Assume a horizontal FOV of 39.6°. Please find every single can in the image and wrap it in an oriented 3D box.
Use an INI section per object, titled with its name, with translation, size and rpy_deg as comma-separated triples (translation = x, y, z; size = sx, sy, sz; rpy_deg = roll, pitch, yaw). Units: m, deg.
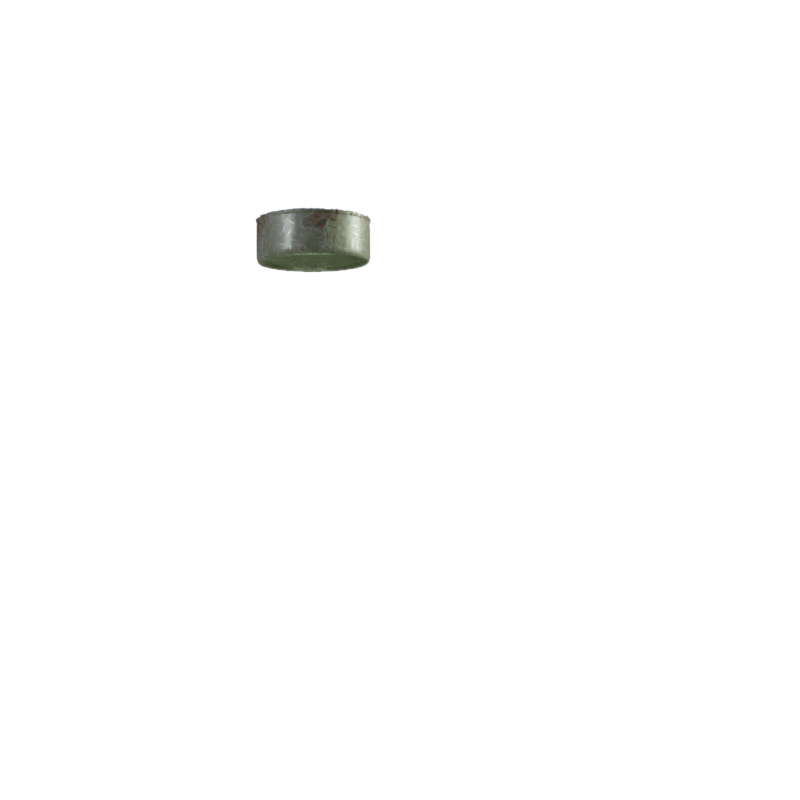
[can]
translation = -0.065, -0.118, 0.825
size = 0.086, 0.034, 0.085
rpy_deg = 0, -3, -2
